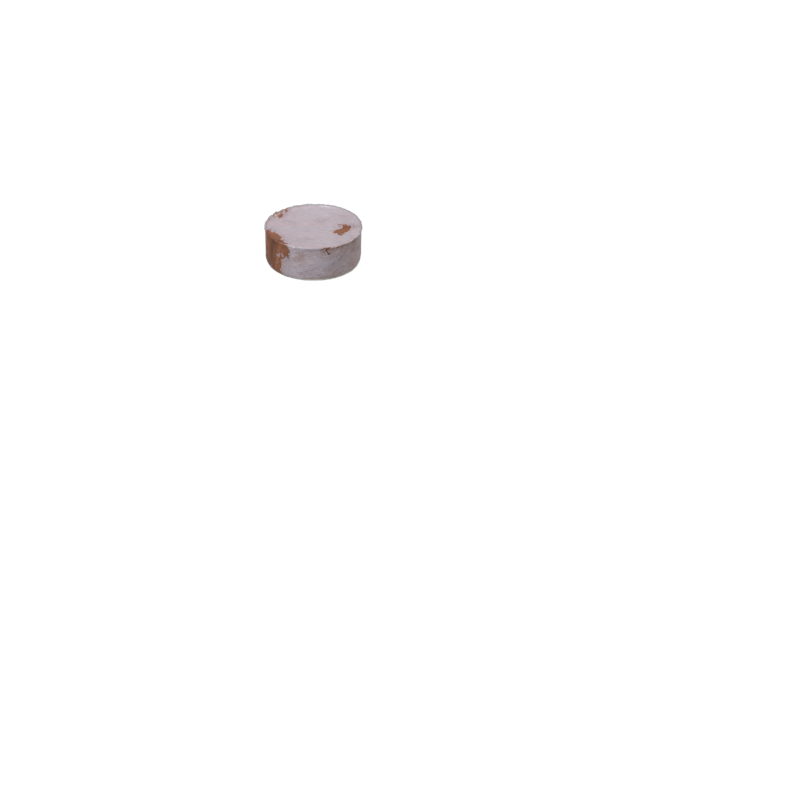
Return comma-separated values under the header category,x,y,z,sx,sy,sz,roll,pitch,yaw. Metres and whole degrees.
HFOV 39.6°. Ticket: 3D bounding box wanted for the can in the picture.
category,x,y,z,sx,sy,sz,roll,pitch,yaw
can,-0.076,-0.139,0.974,0.086,0.032,0.091,-1,33,-2
